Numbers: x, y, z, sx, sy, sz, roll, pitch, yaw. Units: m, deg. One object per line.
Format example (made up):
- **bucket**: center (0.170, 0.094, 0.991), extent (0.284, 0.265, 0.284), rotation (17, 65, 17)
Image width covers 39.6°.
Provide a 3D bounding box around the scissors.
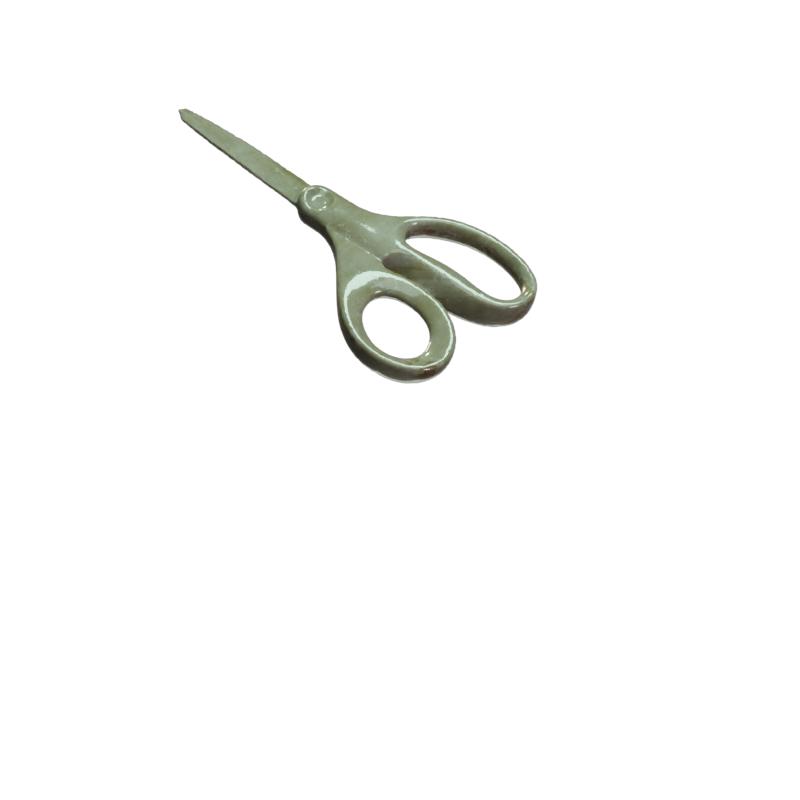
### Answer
- **scissors**: center (-0.039, -0.072, 0.504), extent (0.209, 0.099, 0.015), rotation (23, -34, 17)
